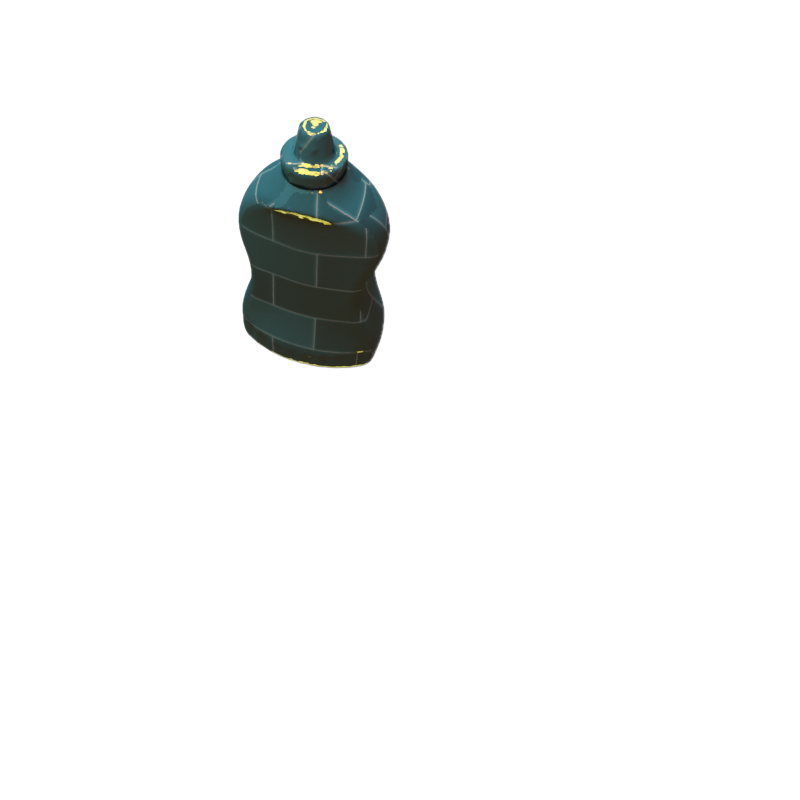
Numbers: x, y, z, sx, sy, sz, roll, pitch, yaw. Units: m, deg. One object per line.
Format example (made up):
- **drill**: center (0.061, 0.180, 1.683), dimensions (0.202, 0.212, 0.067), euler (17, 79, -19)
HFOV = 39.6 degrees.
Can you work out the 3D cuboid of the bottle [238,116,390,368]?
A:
- **bottle**: center (-0.056, -0.102, 0.714), dimensions (0.098, 0.061, 0.179), euler (17, -39, 11)
